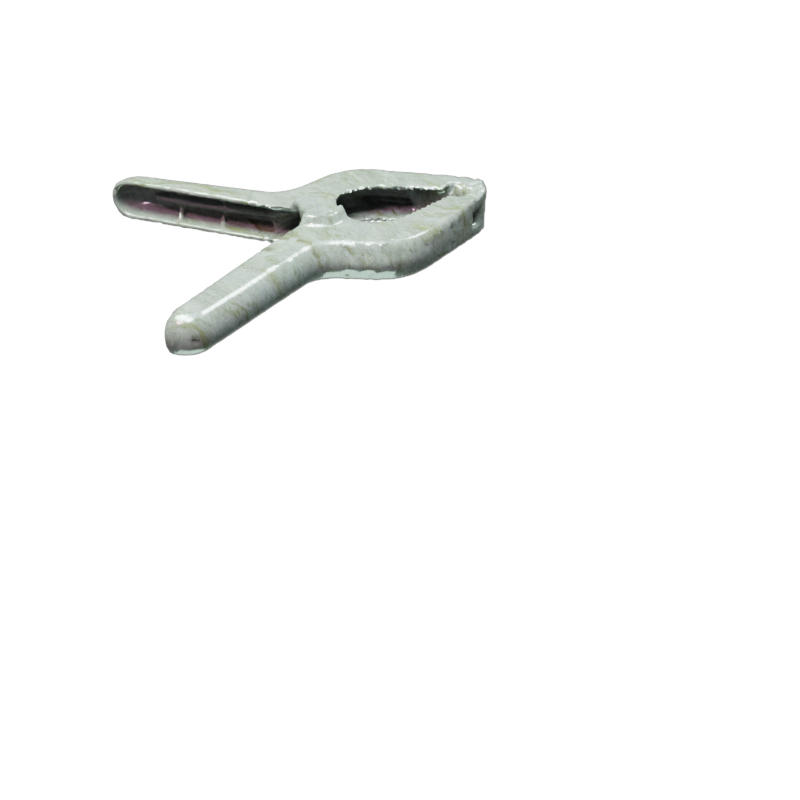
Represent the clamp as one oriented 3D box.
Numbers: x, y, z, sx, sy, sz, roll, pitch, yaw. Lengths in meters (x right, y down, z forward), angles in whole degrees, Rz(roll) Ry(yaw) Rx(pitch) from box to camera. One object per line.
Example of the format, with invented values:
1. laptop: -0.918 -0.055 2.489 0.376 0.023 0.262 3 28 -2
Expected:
1. clamp: -0.047 -0.086 0.604 0.208 0.034 0.177 -8 37 -10
